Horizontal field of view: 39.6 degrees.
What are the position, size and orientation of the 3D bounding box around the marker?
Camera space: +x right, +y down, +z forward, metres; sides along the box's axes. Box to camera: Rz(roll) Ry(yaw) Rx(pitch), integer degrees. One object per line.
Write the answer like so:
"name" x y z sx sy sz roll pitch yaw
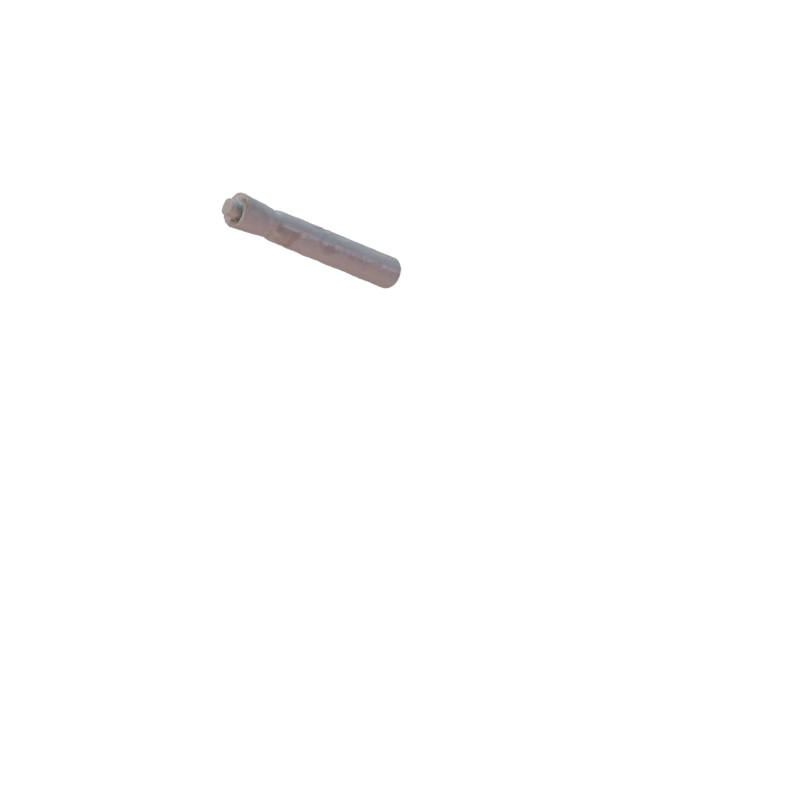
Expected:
"marker" -0.047 -0.085 0.598 0.114 0.020 0.021 17 -9 -41
